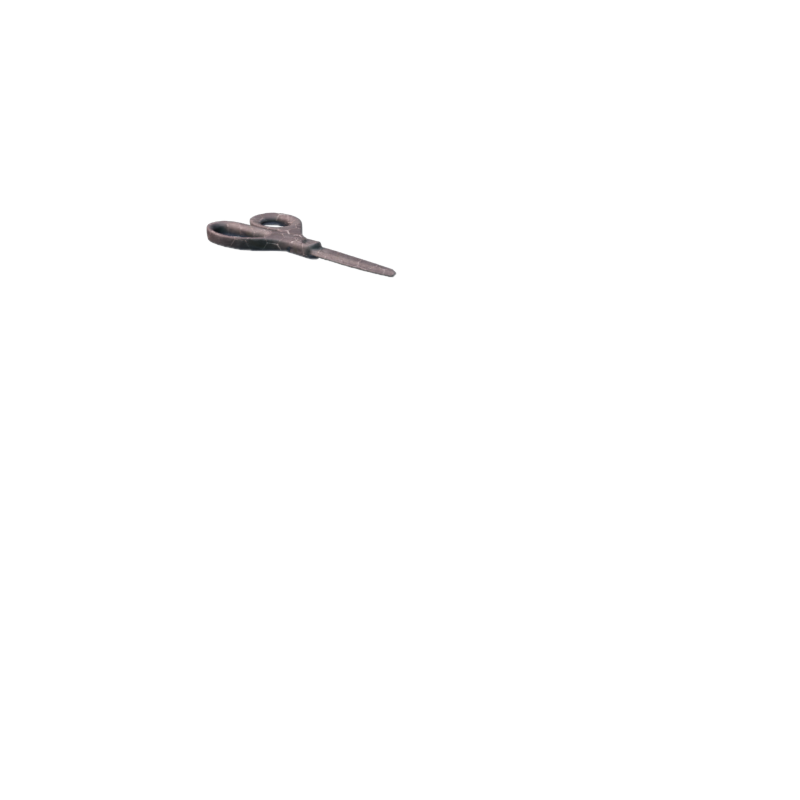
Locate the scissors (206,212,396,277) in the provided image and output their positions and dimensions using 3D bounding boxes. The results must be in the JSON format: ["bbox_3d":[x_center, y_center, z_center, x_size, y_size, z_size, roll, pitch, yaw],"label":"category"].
[{"bbox_3d":[-0.077,-0.140,0.982,0.210,0.015,0.097,13,28,25],"label":"scissors"}]
